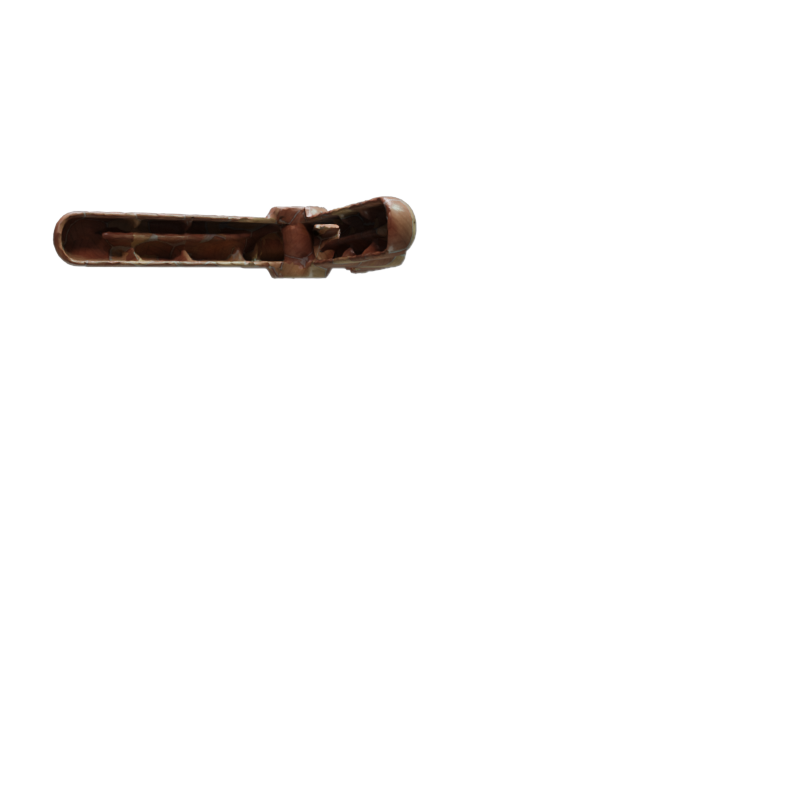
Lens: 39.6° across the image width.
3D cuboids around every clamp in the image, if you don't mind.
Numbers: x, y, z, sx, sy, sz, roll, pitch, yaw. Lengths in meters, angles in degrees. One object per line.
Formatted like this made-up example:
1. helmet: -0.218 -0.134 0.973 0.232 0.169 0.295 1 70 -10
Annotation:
1. clamp: -0.043 -0.078 0.547 0.170 0.036 0.204 2 6 24
